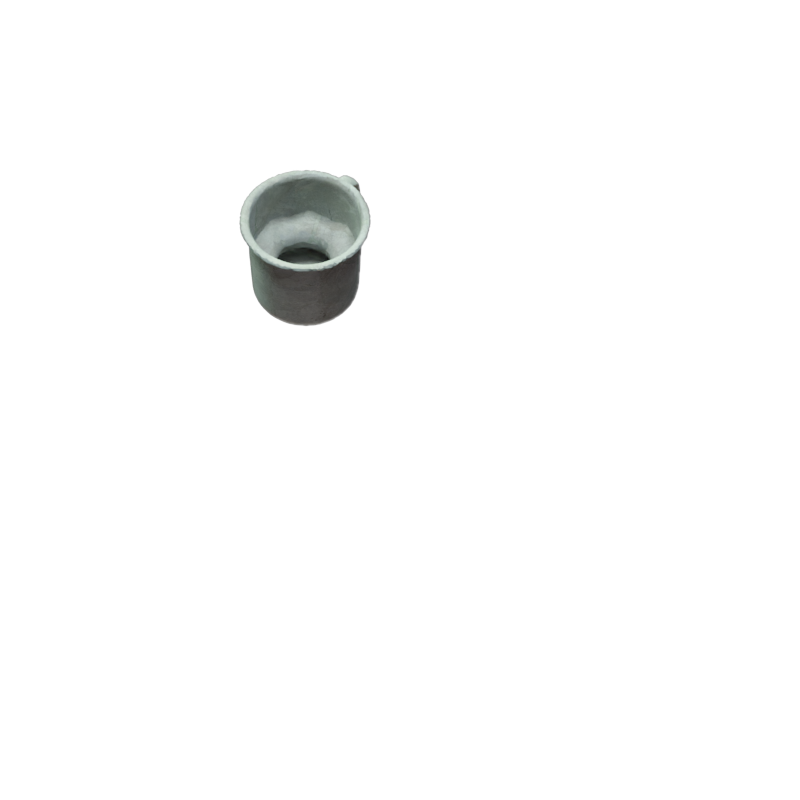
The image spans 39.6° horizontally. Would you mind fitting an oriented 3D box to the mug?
[{"bbox_3d":[-0.064,-0.117,0.822,0.096,0.121,0.076,23,-32,14],"label":"mug"}]
